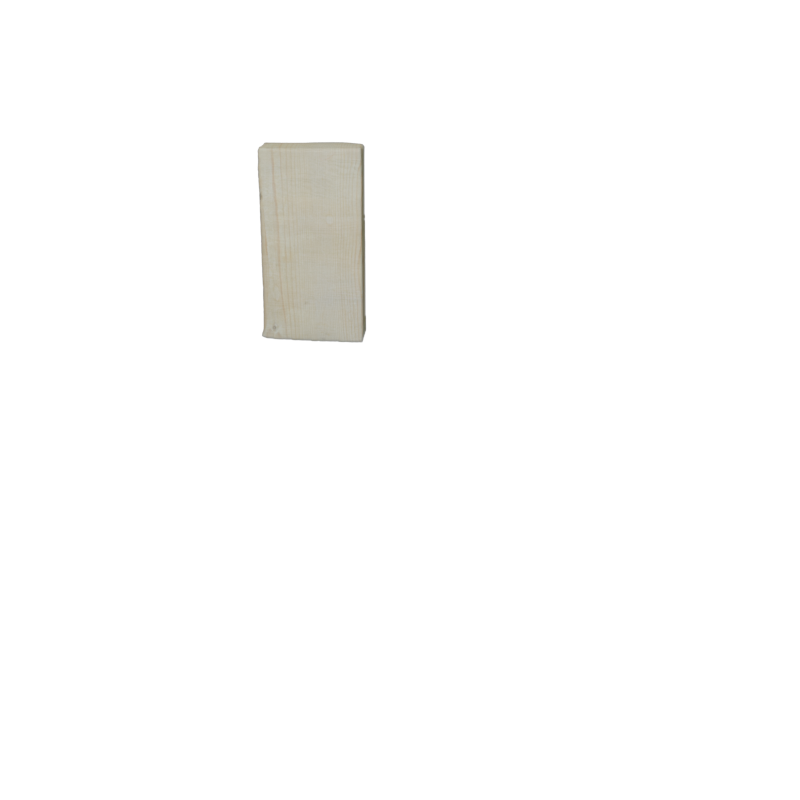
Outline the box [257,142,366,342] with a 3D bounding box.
[{"bbox_3d":[-0.078,-0.142,0.993,0.094,0.171,0.049,2,12,6],"label":"box"}]
